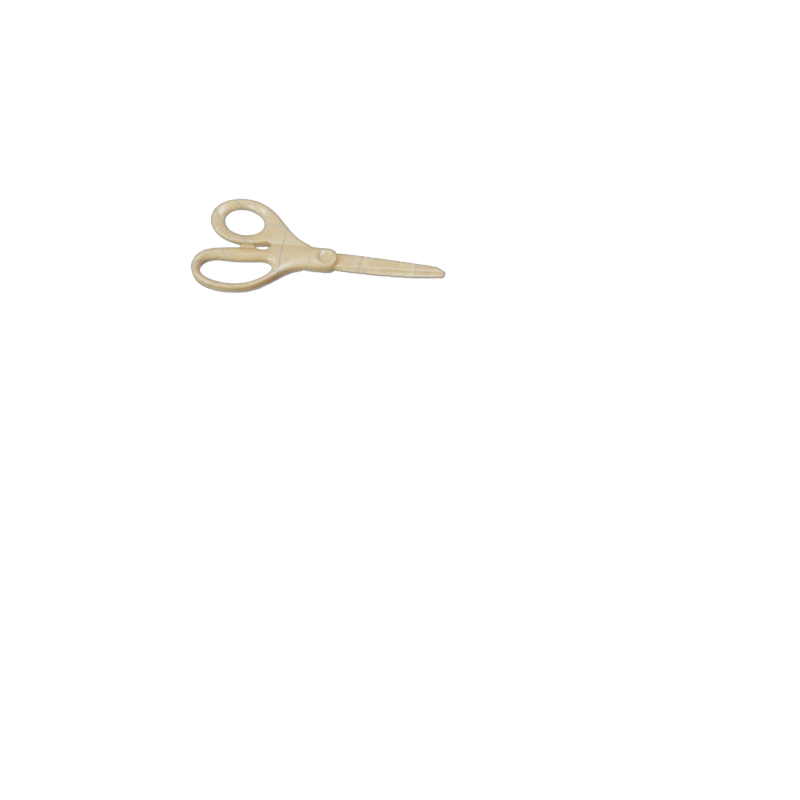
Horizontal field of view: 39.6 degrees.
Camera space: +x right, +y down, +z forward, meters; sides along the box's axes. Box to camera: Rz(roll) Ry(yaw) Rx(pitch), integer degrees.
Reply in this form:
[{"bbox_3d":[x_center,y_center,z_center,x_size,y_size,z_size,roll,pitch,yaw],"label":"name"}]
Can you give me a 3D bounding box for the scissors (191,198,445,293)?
[{"bbox_3d":[-0.071,-0.130,0.908,0.201,0.103,0.015,-7,-31,-4],"label":"scissors"}]
